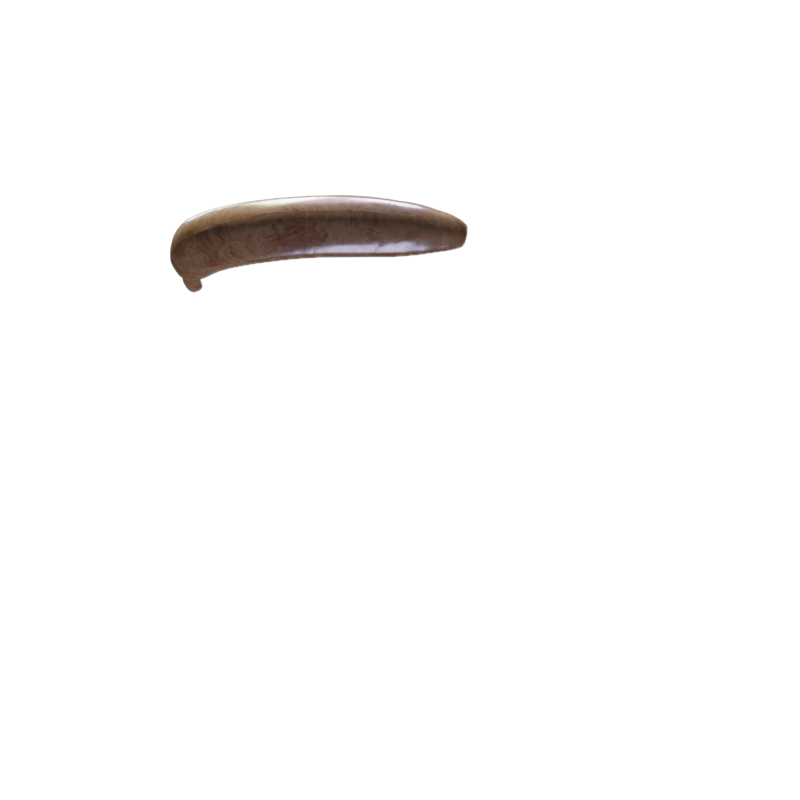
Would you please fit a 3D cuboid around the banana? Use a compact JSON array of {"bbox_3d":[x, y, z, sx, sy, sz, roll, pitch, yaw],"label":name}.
[{"bbox_3d":[-0.063,-0.094,0.638,0.203,0.038,0.066,-3,-8,30],"label":"banana"}]
